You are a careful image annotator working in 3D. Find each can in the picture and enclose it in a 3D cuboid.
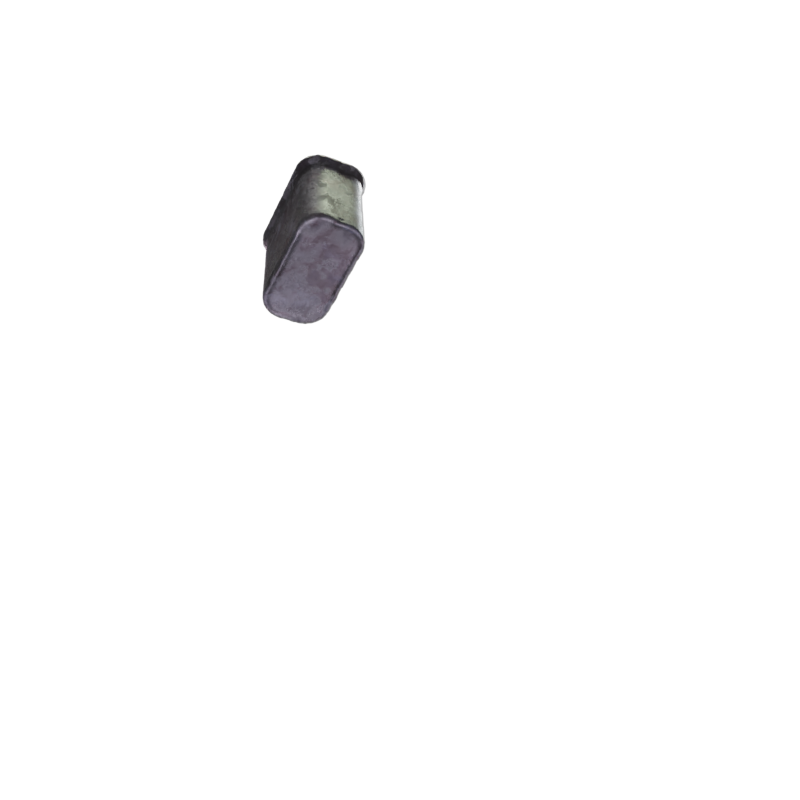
[{"bbox_3d":[-0.066,-0.119,0.837,0.056,0.098,0.090,19,35,-18],"label":"can"}]
